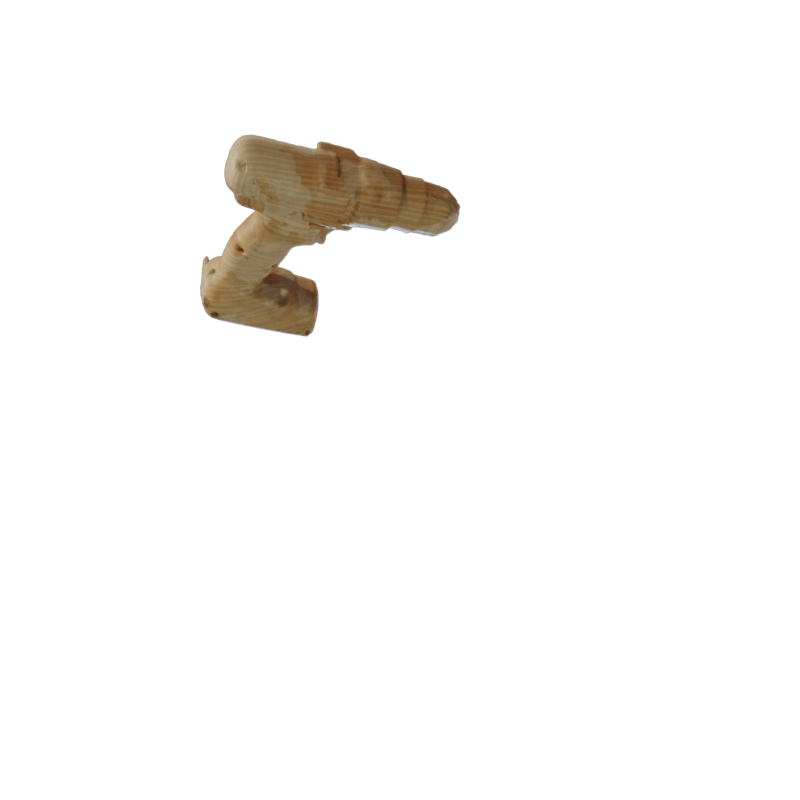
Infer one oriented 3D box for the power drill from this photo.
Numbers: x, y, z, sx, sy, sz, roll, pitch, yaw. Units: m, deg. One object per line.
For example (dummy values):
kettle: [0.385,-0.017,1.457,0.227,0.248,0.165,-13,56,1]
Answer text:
power drill: [-0.069,-0.125,0.877,0.179,0.061,0.181,14,-39,-19]
